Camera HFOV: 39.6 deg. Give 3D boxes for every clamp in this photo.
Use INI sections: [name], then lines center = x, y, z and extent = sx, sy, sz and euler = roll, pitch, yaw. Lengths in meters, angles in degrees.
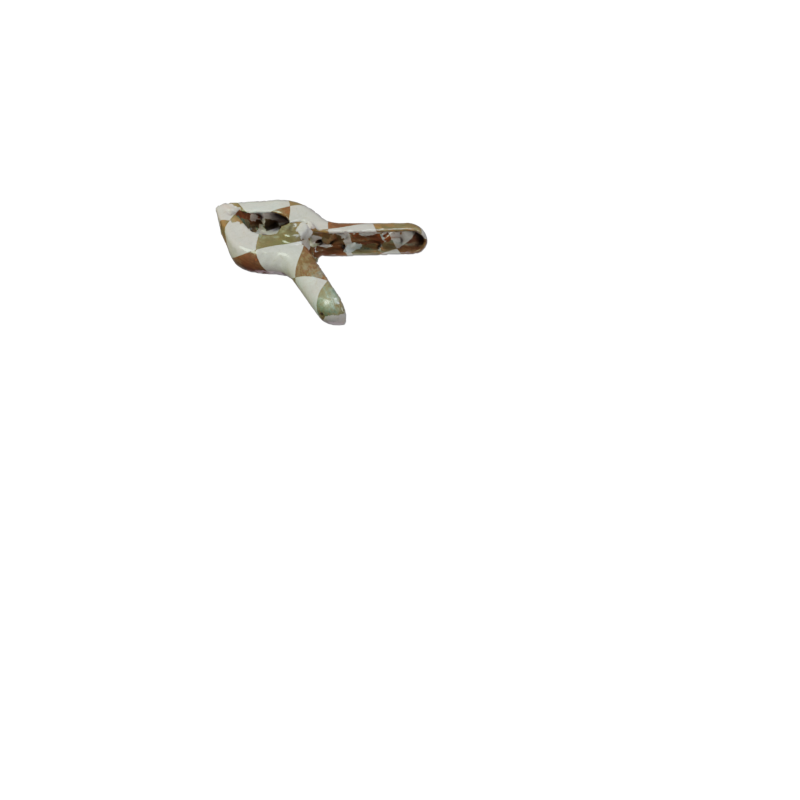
[clamp]
center = -0.068, -0.124, 0.867
extent = 0.183, 0.037, 0.120
euler = 32, 48, 34
